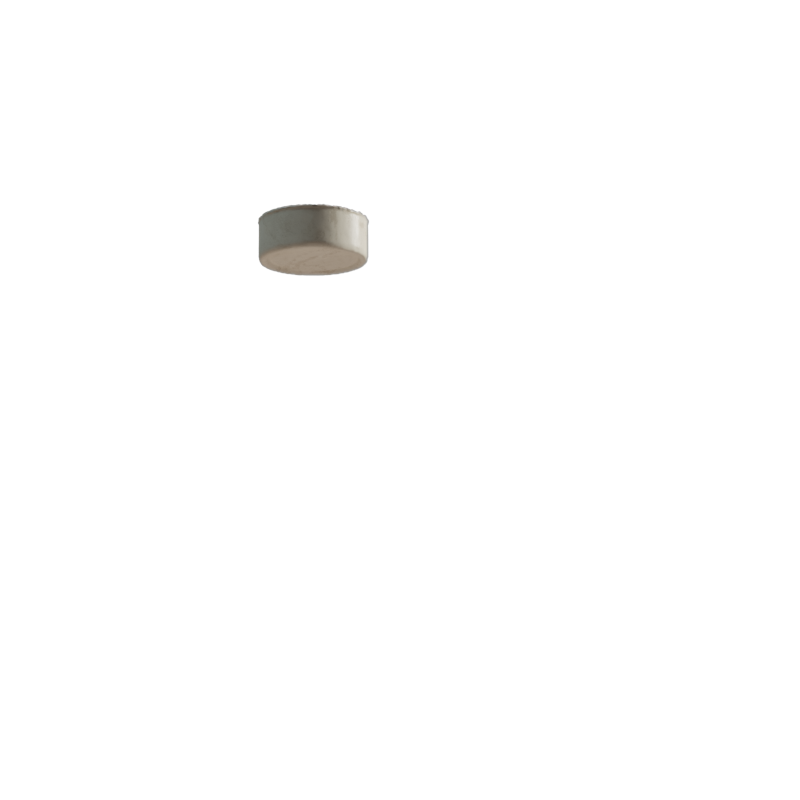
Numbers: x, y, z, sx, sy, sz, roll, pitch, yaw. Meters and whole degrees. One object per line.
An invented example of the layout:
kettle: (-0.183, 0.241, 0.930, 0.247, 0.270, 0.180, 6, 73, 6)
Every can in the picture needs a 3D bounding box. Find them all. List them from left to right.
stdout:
can: (-0.067, -0.122, 0.853, 0.086, 0.035, 0.083, 0, -10, -2)
